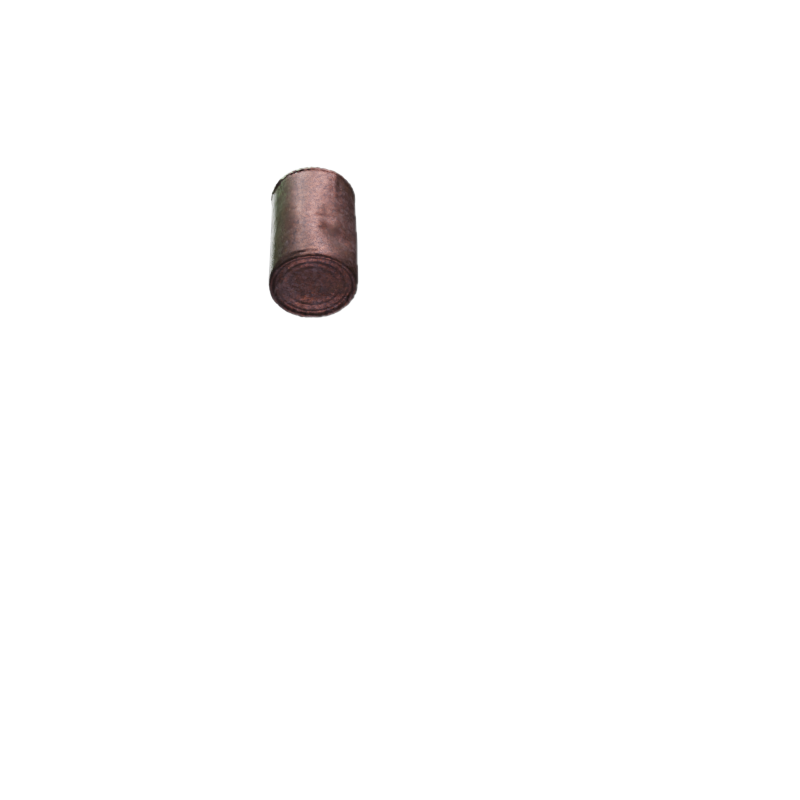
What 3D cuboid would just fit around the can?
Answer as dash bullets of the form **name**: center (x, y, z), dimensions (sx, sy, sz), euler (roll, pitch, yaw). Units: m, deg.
- **can**: center (-0.067, -0.122, 0.856), dimensions (0.068, 0.110, 0.064), euler (-1, -44, -3)
